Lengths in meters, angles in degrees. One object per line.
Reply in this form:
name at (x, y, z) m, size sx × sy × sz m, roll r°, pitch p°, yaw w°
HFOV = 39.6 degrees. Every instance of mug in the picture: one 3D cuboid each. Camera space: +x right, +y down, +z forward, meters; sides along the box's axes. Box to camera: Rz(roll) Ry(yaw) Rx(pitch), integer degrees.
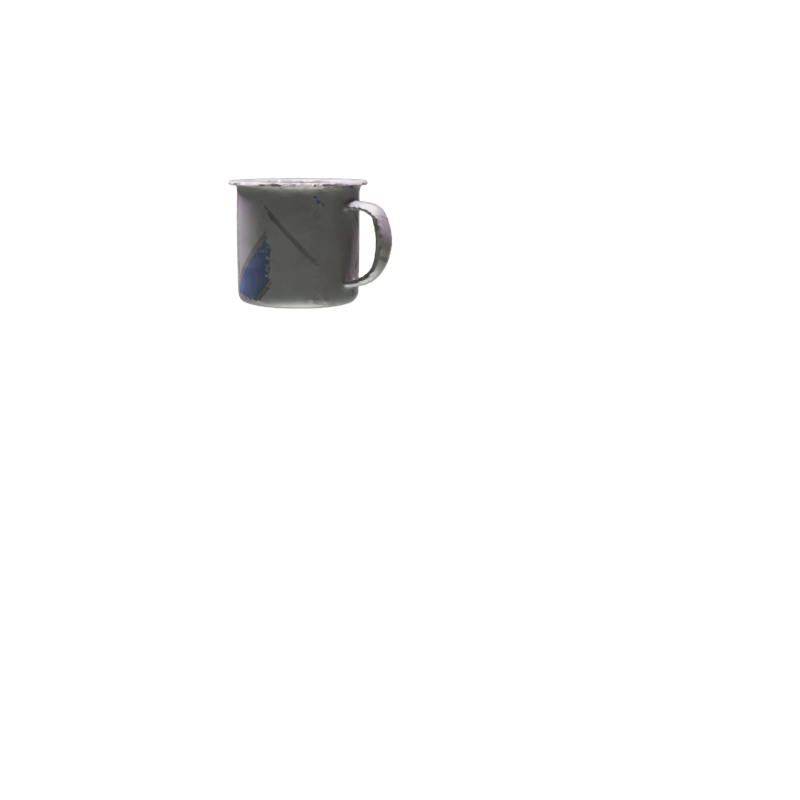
mug at (-0.058, -0.105, 0.737) m, size 0.122 × 0.080 × 0.091 m, roll 6°, pitch 11°, yaw 29°
